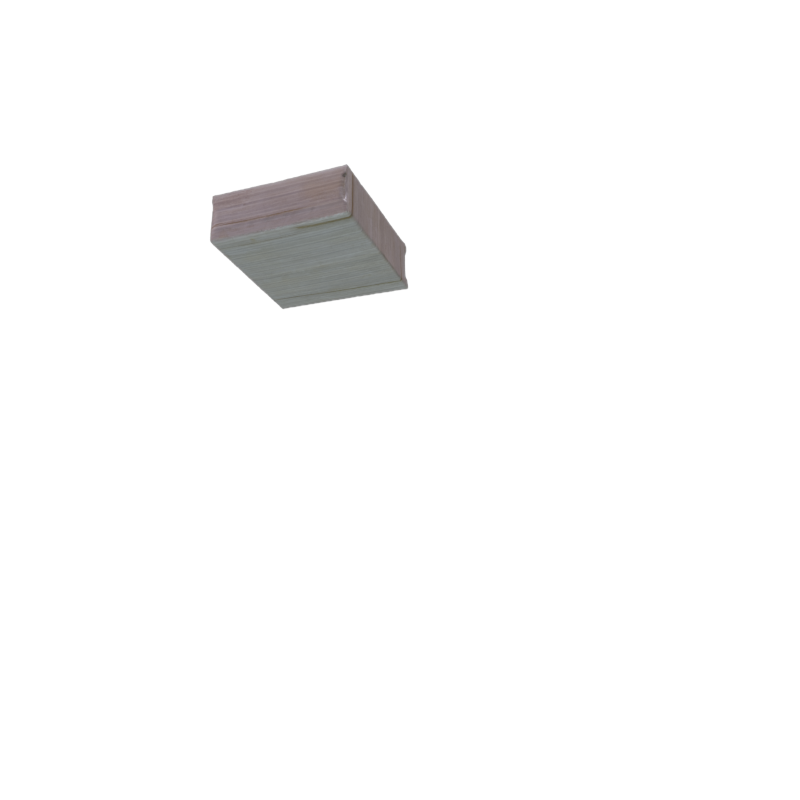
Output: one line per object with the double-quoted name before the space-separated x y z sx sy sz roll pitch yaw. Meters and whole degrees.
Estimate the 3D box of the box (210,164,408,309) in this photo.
"box" -0.044 -0.080 0.564 0.074 0.032 0.083 -9 -24 20
